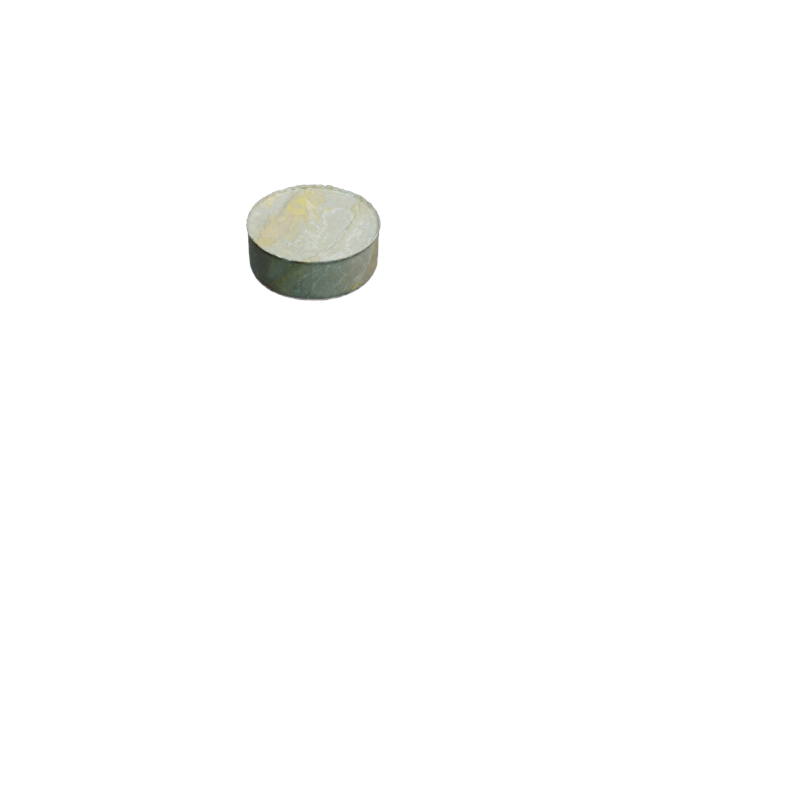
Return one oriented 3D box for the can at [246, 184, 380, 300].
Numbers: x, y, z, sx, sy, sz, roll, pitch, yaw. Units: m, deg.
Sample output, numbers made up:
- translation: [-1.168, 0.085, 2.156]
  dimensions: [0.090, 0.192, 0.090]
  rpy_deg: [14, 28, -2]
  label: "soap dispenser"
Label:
- translation: [-0.056, -0.102, 0.716]
  dimensions: [0.086, 0.031, 0.092]
  rpy_deg: [-1, 41, -2]
  label: "can"
